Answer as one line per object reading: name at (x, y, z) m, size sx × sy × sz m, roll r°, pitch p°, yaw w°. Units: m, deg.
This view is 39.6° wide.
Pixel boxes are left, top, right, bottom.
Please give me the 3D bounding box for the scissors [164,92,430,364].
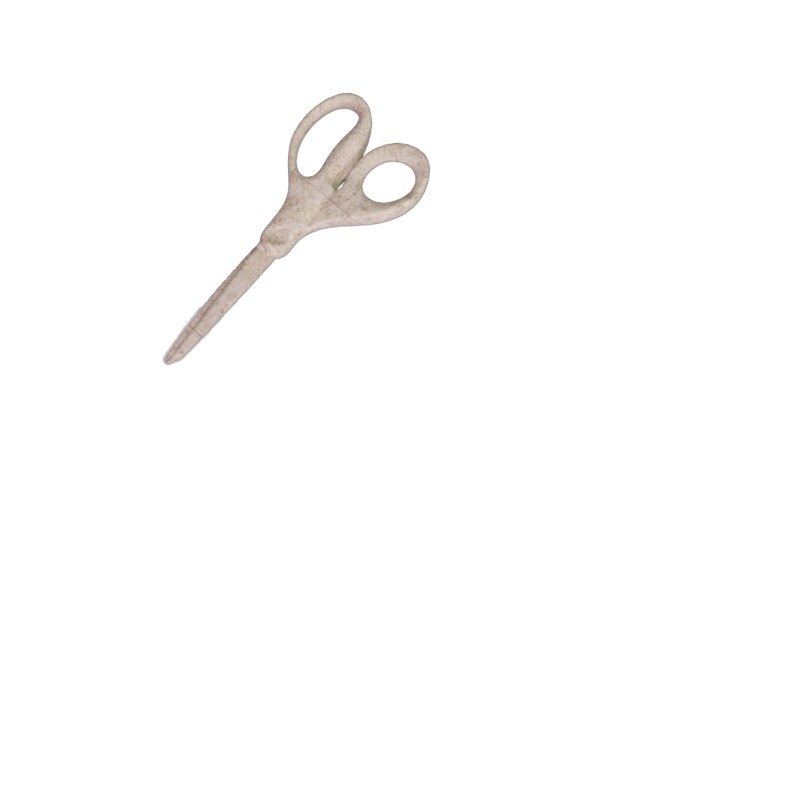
scissors at (-0.050, -0.092, 0.645) m, size 0.098 × 0.209 × 0.015 m, roll 19°, pitch -23°, yaw 8°
